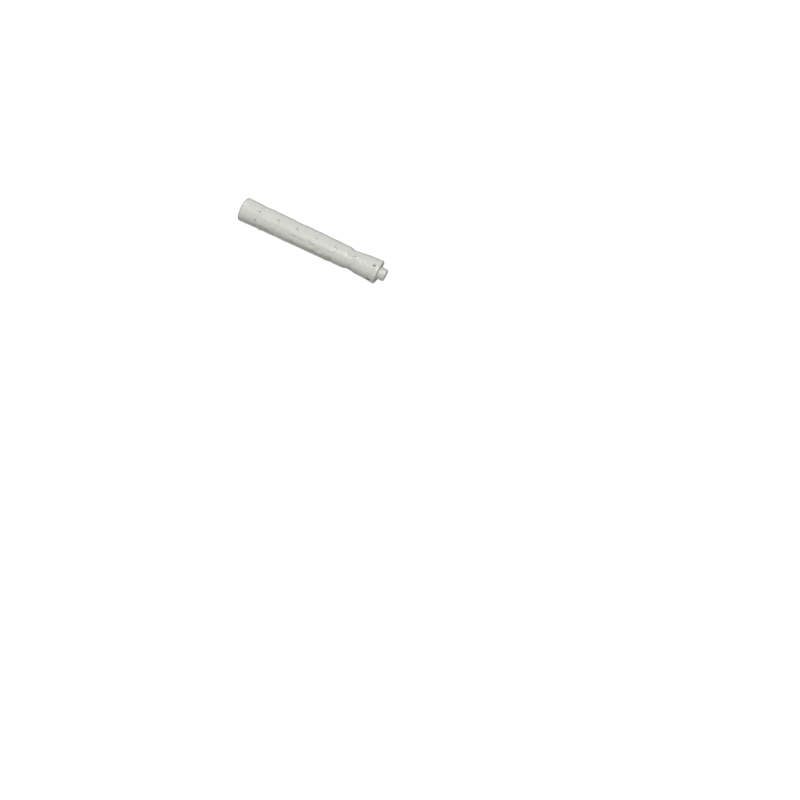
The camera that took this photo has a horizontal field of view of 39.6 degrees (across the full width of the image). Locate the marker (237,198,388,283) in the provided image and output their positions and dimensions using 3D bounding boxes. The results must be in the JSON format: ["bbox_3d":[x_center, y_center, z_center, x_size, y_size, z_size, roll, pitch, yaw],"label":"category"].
[{"bbox_3d":[-0.065,-0.119,0.834,0.124,0.019,0.019,26,8,11],"label":"marker"}]
